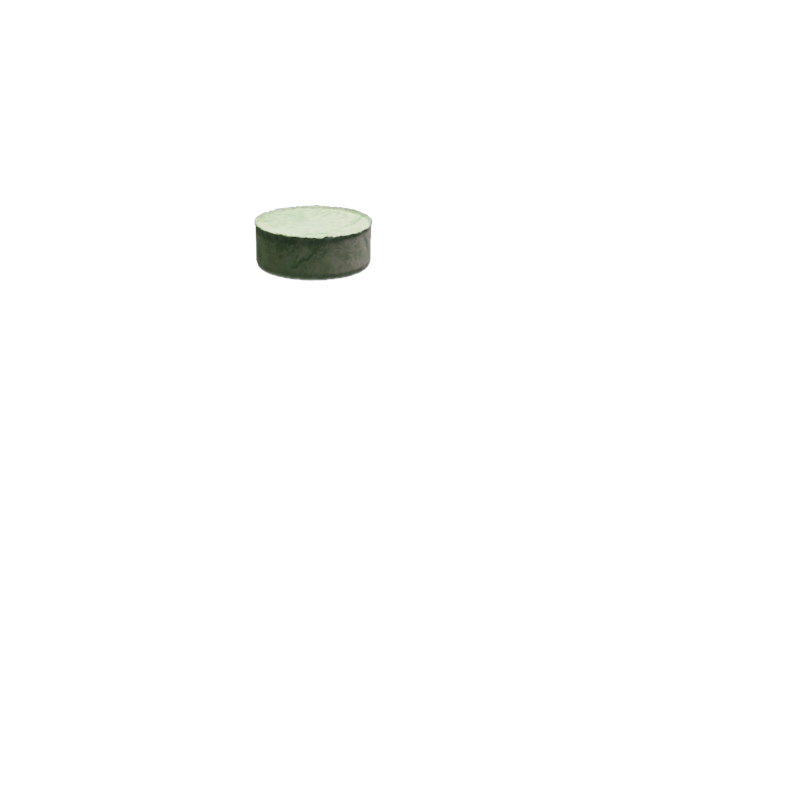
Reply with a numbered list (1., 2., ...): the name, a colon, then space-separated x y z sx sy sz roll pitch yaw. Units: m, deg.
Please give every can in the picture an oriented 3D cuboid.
1. can: -0.064 -0.116 0.812 0.086 0.032 0.090 -1 23 -2
